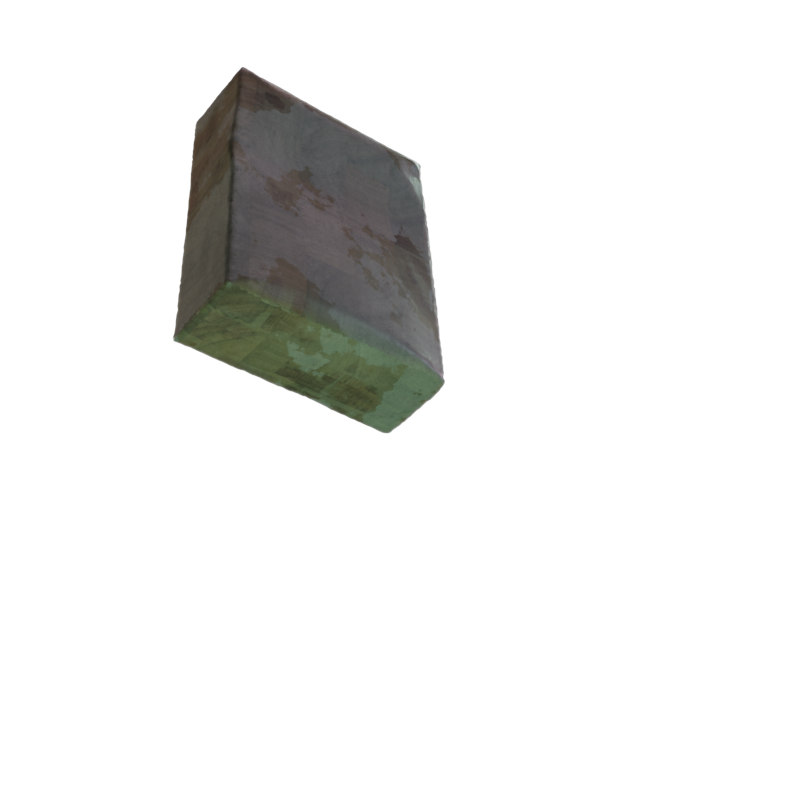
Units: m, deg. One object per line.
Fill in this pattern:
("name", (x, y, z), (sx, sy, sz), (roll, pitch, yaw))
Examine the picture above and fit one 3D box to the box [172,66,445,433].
("box", (-0.058, -0.105, 0.739), (0.156, 0.230, 0.070), (24, -49, -27))
